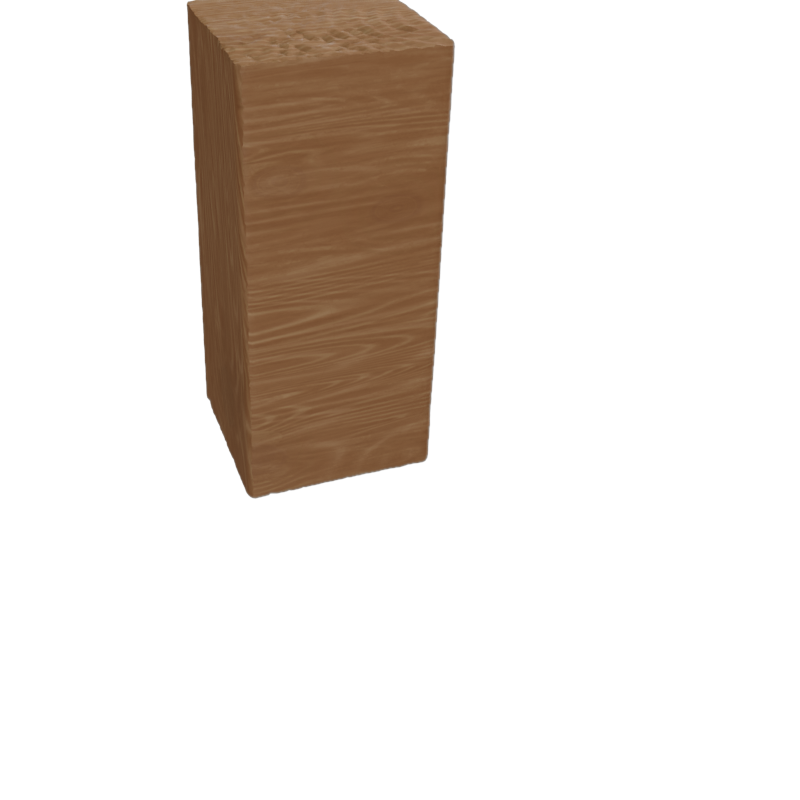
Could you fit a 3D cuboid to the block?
[{"bbox_3d":[-0.039,-0.072,0.501,0.089,0.194,0.097,-10,33,-19],"label":"block"}]
